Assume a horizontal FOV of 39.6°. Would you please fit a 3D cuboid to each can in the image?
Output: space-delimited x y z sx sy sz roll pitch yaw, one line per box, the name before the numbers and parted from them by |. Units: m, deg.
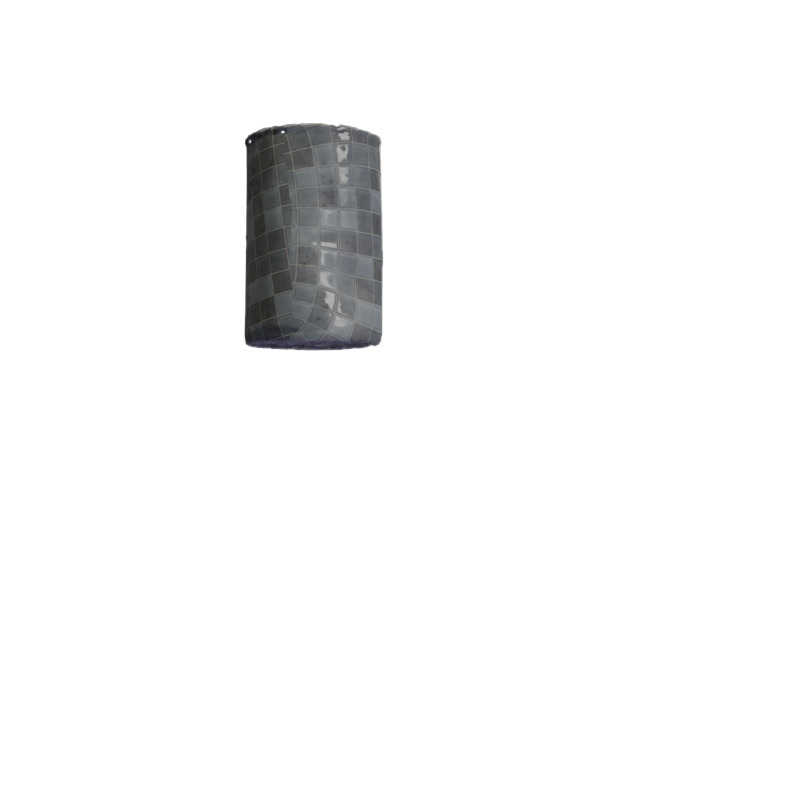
can | -0.043 -0.078 0.543 0.068 0.104 0.067 0 -7 -2
